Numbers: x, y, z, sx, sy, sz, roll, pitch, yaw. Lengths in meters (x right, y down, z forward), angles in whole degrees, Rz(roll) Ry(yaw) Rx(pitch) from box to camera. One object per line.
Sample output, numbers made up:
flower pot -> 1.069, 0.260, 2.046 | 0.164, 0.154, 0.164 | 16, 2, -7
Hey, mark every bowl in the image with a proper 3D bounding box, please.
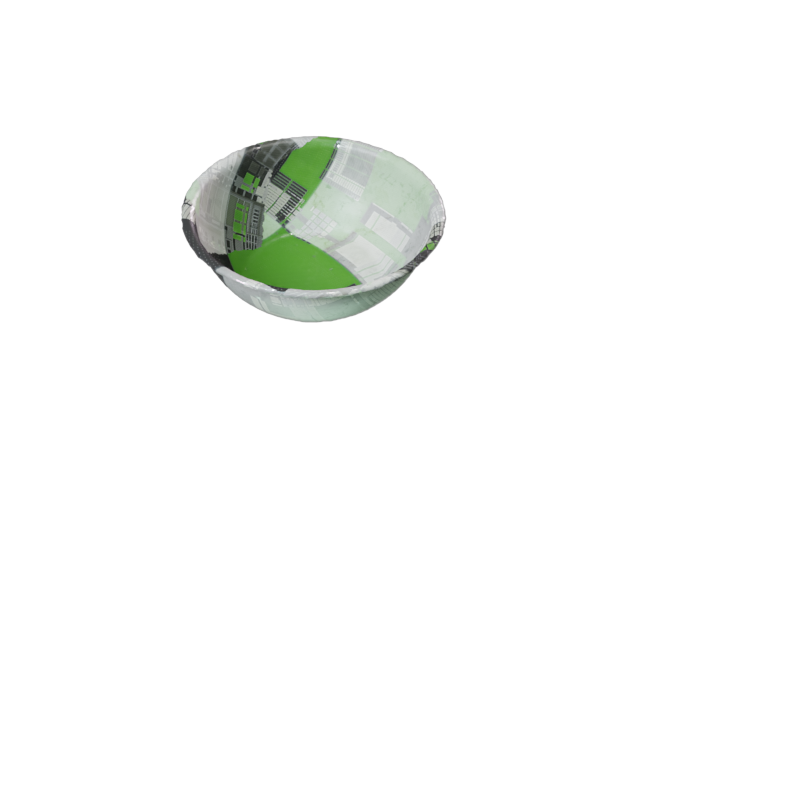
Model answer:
bowl -> -0.054, -0.099, 0.693 | 0.162, 0.051, 0.174 | -1, 43, -1
